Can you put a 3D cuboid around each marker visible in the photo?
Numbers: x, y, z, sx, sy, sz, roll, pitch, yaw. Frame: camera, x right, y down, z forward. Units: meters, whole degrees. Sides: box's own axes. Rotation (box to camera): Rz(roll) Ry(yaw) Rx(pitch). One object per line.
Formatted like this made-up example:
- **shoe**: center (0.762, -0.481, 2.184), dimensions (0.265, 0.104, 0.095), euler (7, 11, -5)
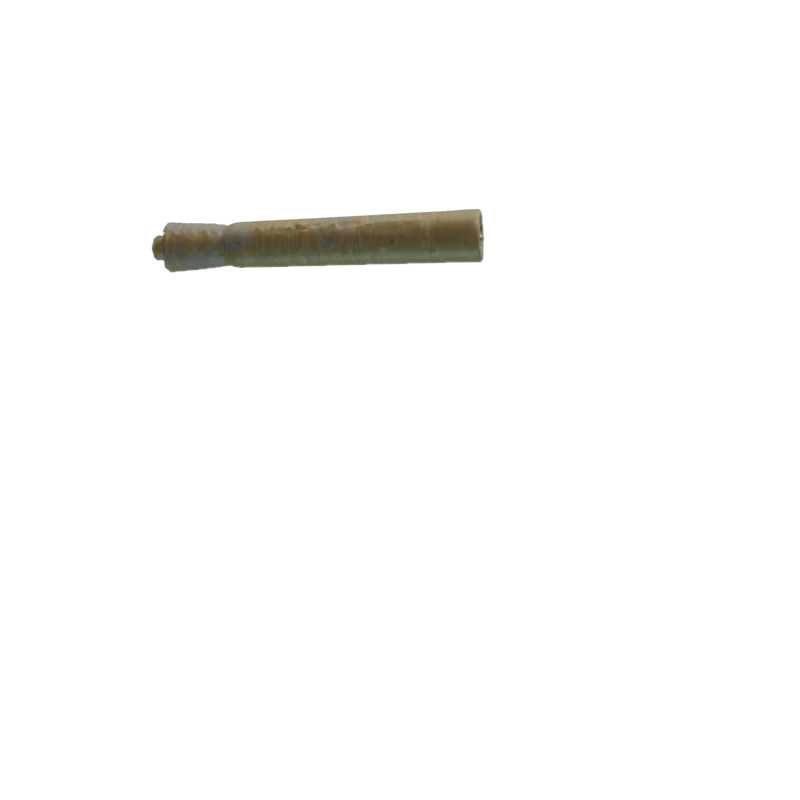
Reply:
- **marker**: center (-0.031, -0.057, 0.400), dimensions (0.123, 0.020, 0.019), euler (0, 4, 13)
